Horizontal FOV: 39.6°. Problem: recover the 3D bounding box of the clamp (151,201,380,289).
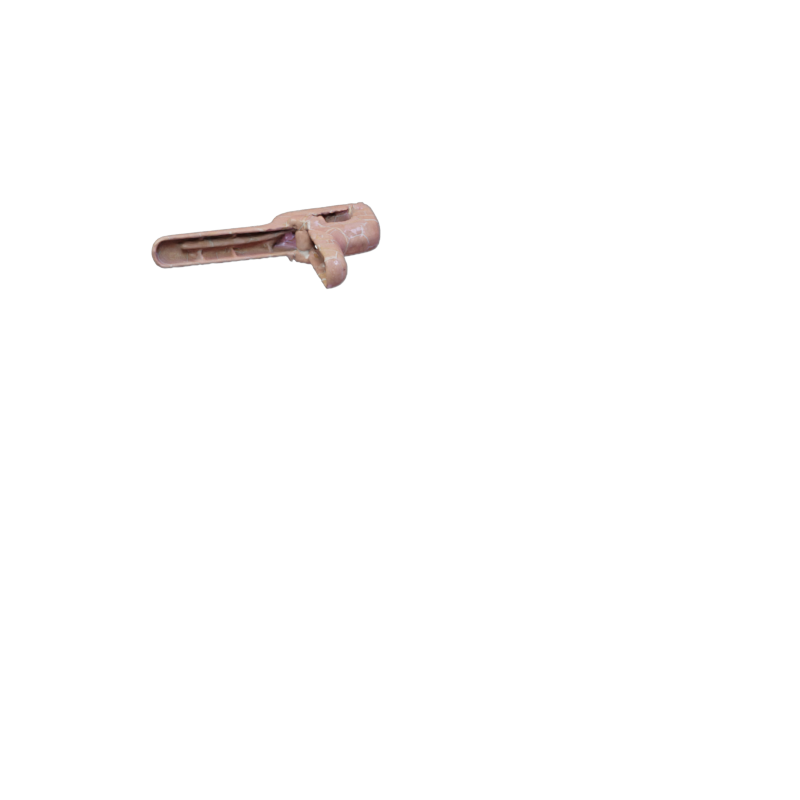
[{"bbox_3d":[-0.069,-0.126,0.881,0.173,0.035,0.208,13,23,32],"label":"clamp"}]
